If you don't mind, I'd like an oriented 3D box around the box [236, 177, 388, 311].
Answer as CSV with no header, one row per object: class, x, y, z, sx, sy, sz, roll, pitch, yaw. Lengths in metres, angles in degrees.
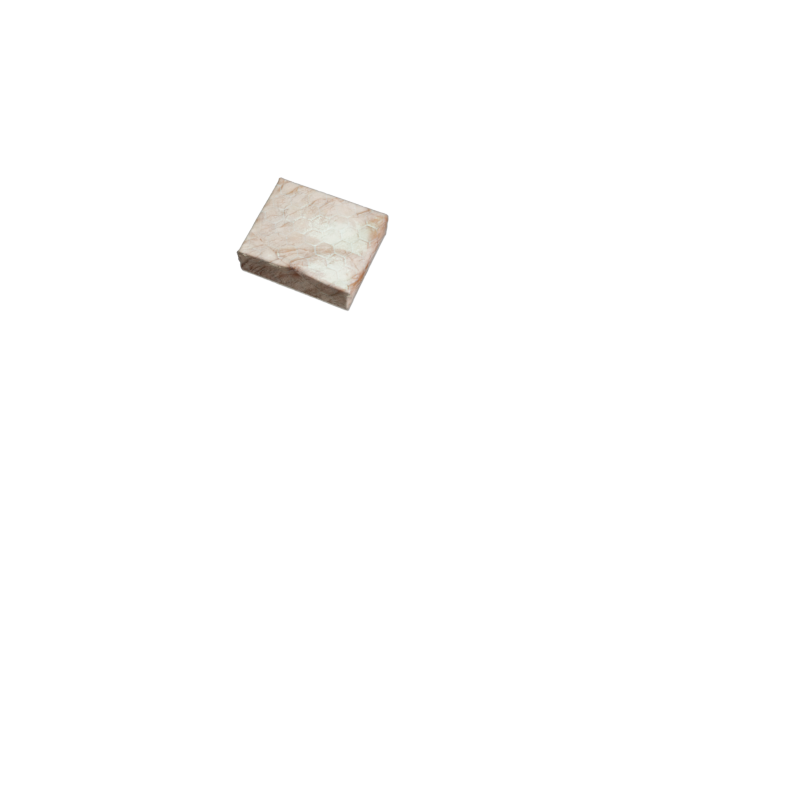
box,-0.063,-0.115,0.804,0.092,0.076,0.028,21,-29,11
